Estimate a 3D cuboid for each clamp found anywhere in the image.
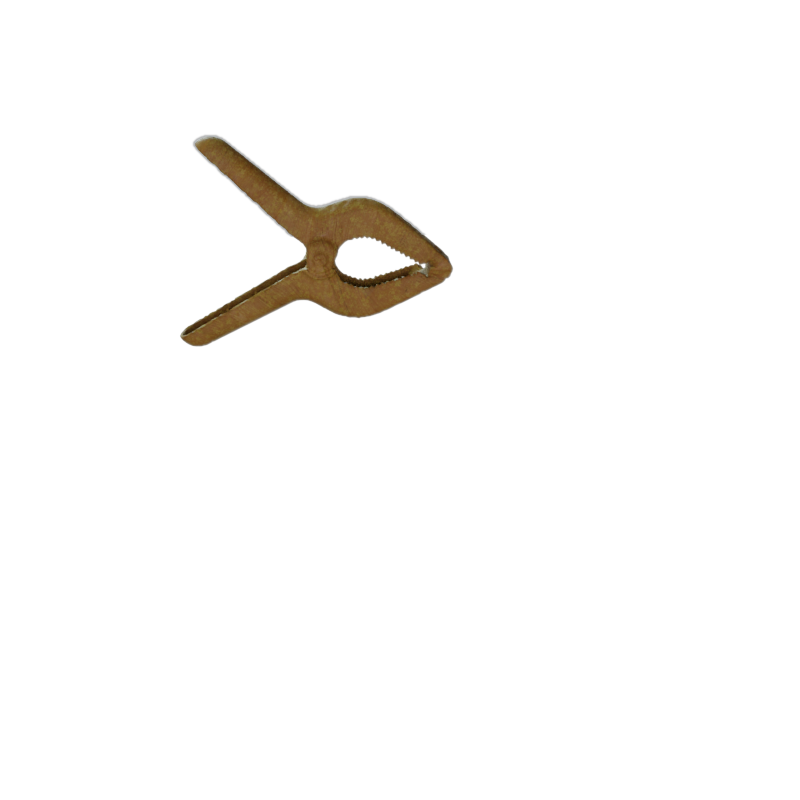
[{"bbox_3d":[-0.066,-0.120,0.842,0.210,0.158,0.038,-1,18,0],"label":"clamp"}]
